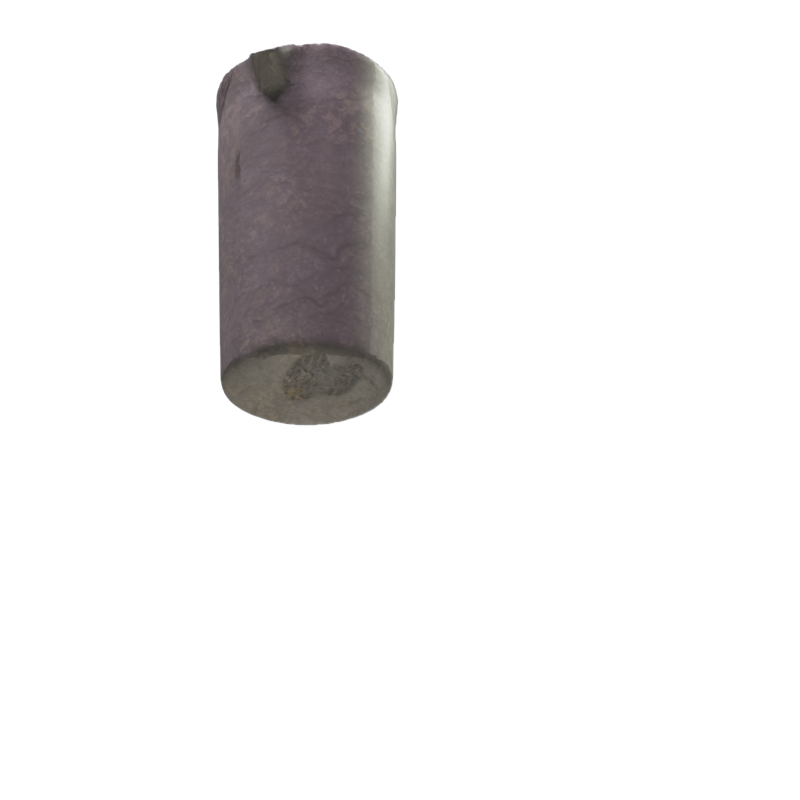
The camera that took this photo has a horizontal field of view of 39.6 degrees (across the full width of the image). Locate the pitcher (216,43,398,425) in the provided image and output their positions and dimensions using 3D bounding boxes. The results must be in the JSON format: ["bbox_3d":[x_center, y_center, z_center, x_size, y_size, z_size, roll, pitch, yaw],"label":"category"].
[{"bbox_3d":[-0.059,-0.109,0.760,0.143,0.259,0.142,13,-33,-25],"label":"pitcher"}]
